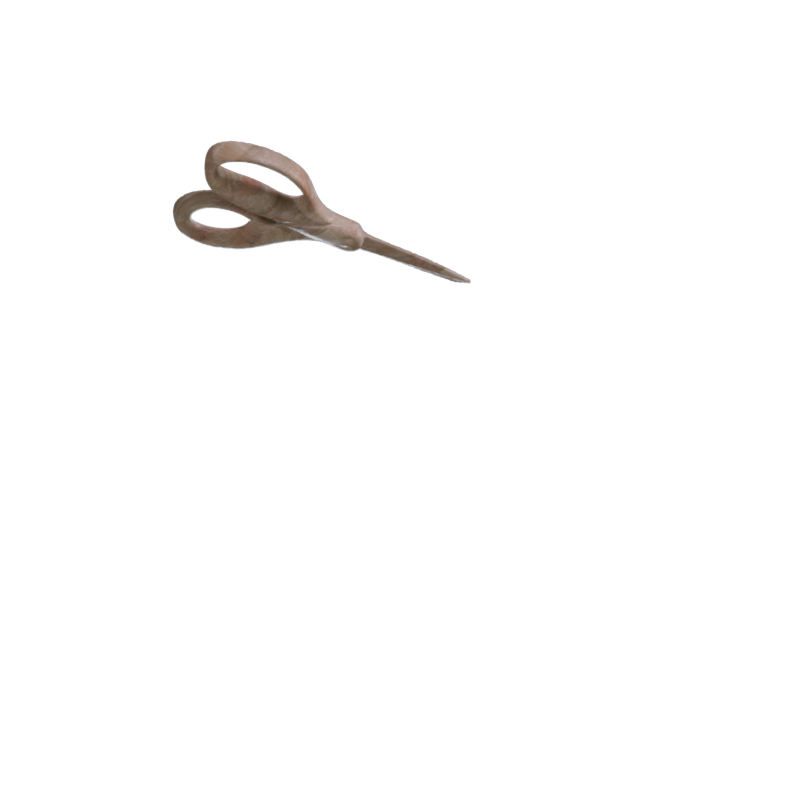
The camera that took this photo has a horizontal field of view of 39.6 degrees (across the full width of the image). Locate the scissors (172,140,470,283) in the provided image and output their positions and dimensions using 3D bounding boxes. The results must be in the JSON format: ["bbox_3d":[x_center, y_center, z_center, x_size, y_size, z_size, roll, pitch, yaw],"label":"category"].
[{"bbox_3d":[-0.053,-0.096,0.671,0.097,0.017,0.188,-21,-35,34],"label":"scissors"}]
